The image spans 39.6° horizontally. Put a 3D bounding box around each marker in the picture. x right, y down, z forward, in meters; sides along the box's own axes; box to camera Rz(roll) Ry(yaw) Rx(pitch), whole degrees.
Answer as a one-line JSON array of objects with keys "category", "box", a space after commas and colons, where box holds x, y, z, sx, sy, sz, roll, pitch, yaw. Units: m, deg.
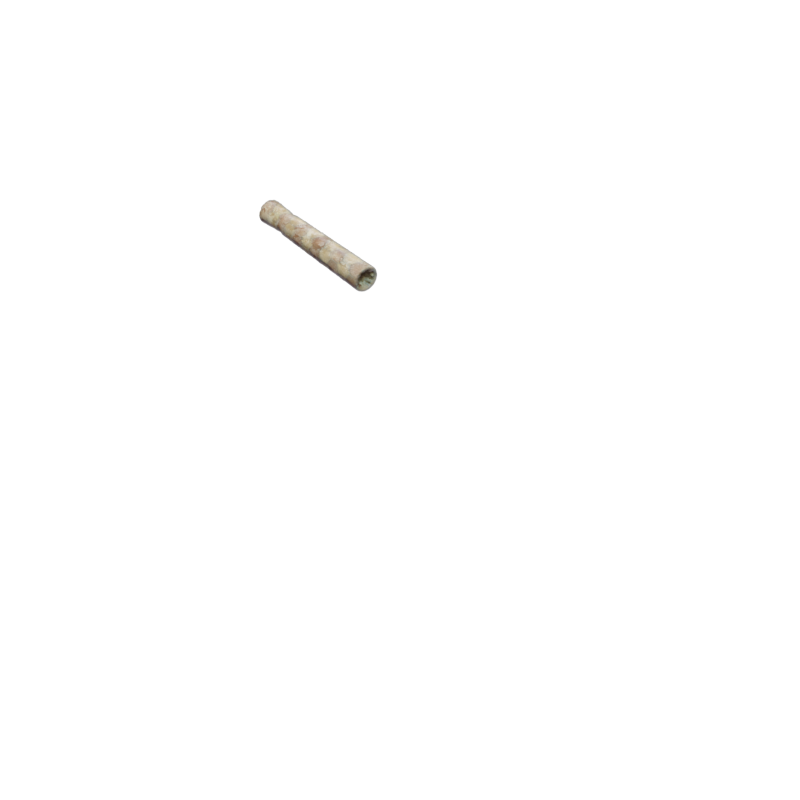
[{"category": "marker", "box": [-0.060, -0.110, 0.768, 0.019, 0.019, 0.130, -3, 30, -40]}]
